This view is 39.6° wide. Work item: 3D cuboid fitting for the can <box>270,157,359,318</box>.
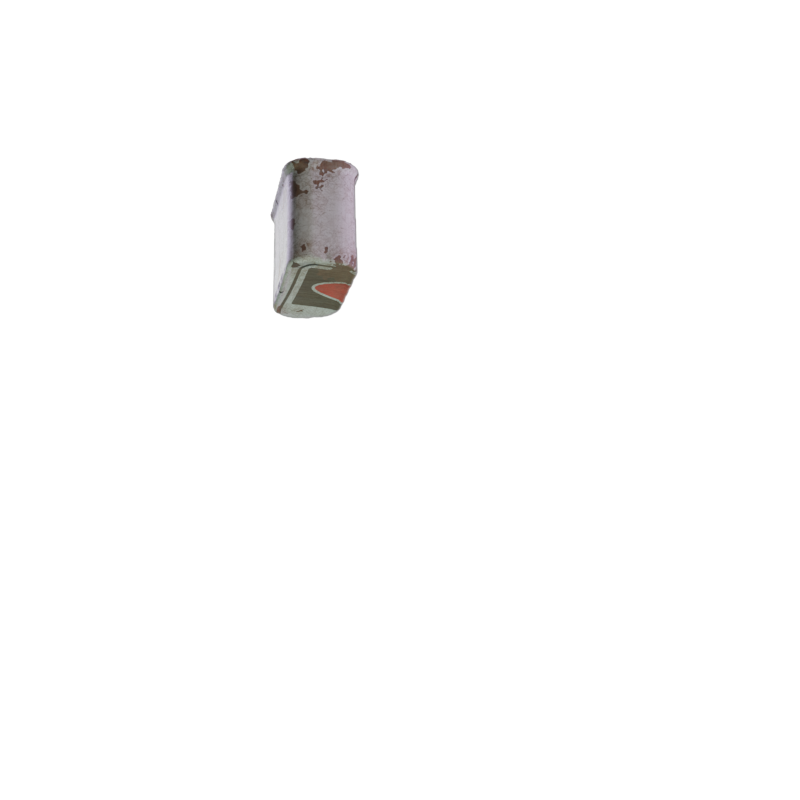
[{"bbox_3d":[-0.065,-0.118,0.827,0.057,0.089,0.098,4,-25,-12],"label":"can"}]
